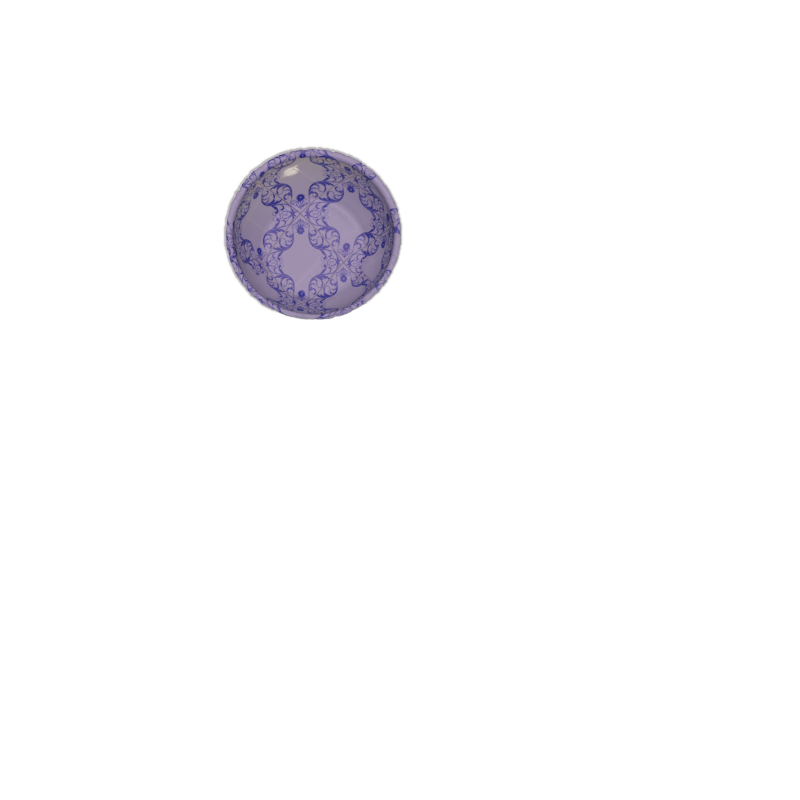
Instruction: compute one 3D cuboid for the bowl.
[{"bbox_3d":[-0.077,-0.141,0.990,0.162,0.157,0.057,0,14,-1],"label":"bowl"}]
